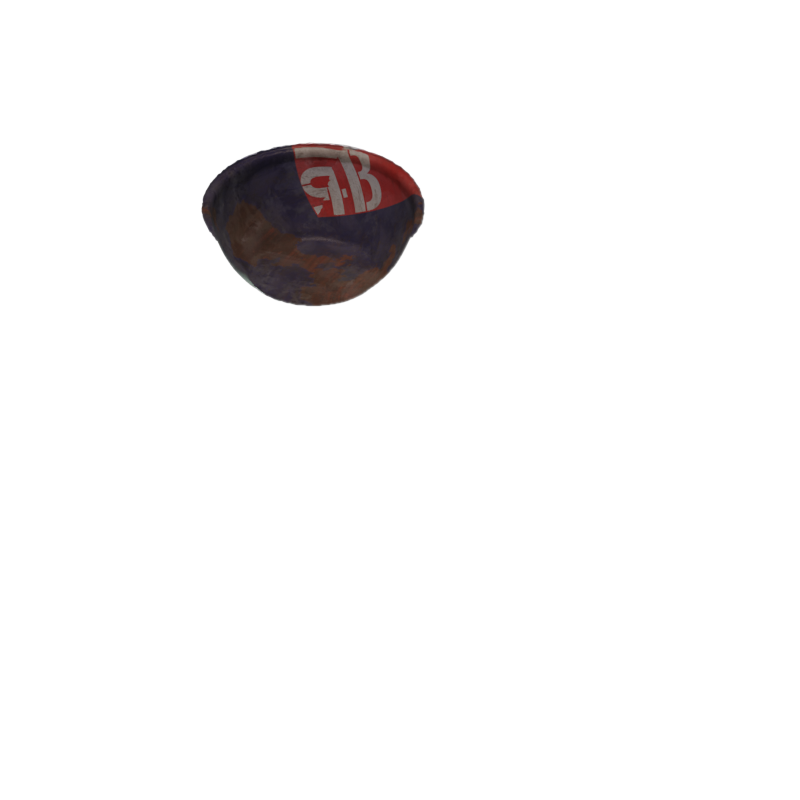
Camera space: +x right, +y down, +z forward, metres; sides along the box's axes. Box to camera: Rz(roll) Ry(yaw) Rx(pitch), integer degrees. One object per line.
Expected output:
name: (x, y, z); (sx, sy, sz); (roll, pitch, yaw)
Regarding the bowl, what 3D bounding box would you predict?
bowl: (-0.062, -0.113, 0.789); (0.162, 0.059, 0.152); (1, -27, -2)
